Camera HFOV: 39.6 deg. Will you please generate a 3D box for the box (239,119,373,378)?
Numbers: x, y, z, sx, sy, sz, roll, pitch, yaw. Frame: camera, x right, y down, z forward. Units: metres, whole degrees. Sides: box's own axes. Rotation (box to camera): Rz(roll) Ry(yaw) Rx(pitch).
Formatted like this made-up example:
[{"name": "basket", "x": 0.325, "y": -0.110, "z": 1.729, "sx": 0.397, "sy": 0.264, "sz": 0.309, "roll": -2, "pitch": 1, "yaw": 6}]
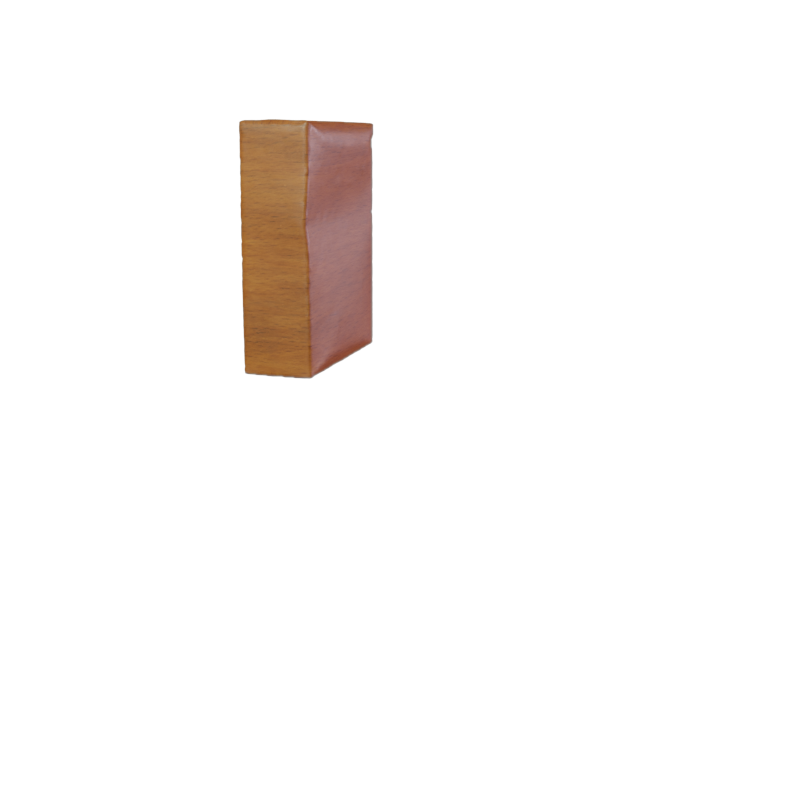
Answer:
[{"name": "box", "x": -0.077, "y": -0.140, "z": 0.983, "sx": 0.074, "sy": 0.210, "sz": 0.163, "roll": 3, "pitch": 9, "yaw": 18}]
